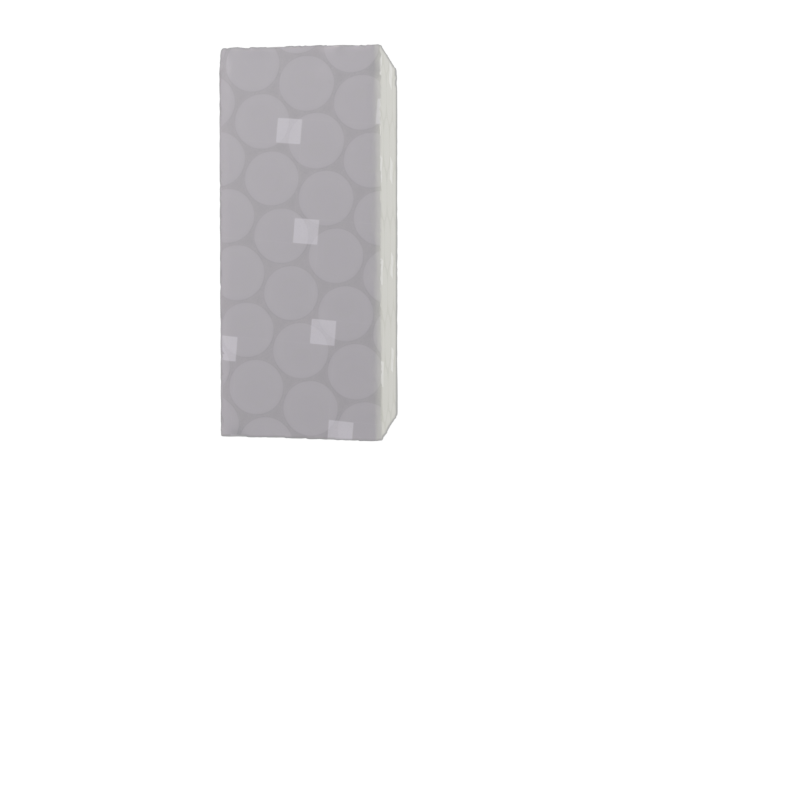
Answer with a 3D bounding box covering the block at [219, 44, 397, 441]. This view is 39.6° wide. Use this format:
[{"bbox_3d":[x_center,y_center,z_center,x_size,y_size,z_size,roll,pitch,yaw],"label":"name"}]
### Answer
[{"bbox_3d":[-0.049,-0.089,0.624,0.091,0.206,0.090,0,2,7],"label":"block"}]
